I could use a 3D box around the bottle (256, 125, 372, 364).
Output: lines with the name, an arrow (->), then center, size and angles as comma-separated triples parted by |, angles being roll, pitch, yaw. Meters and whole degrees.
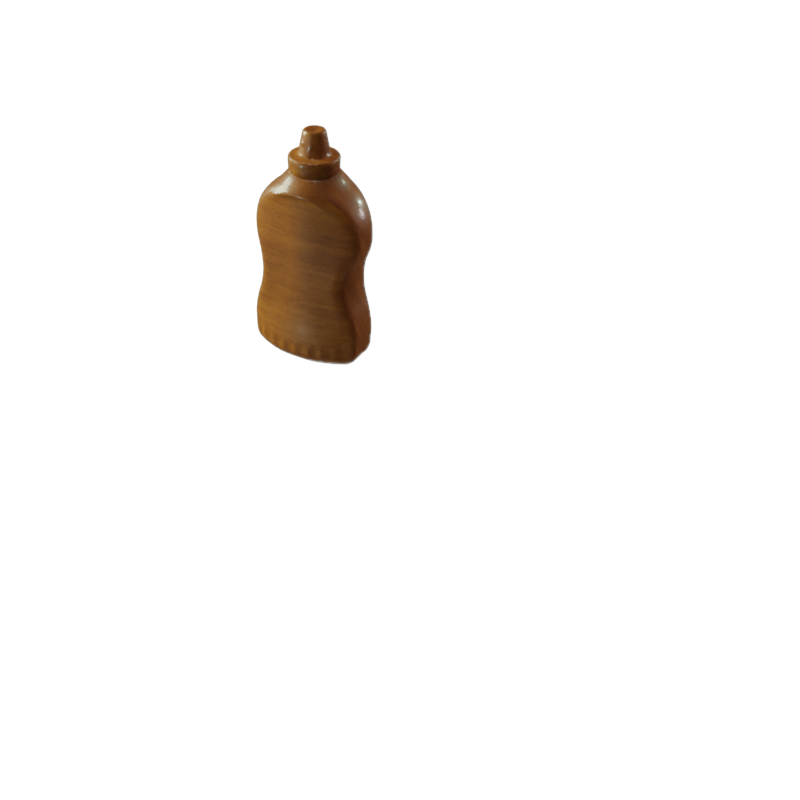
bottle -> -0.069, -0.126, 0.882 | 0.101, 0.180, 0.059 | 19, 34, 27
